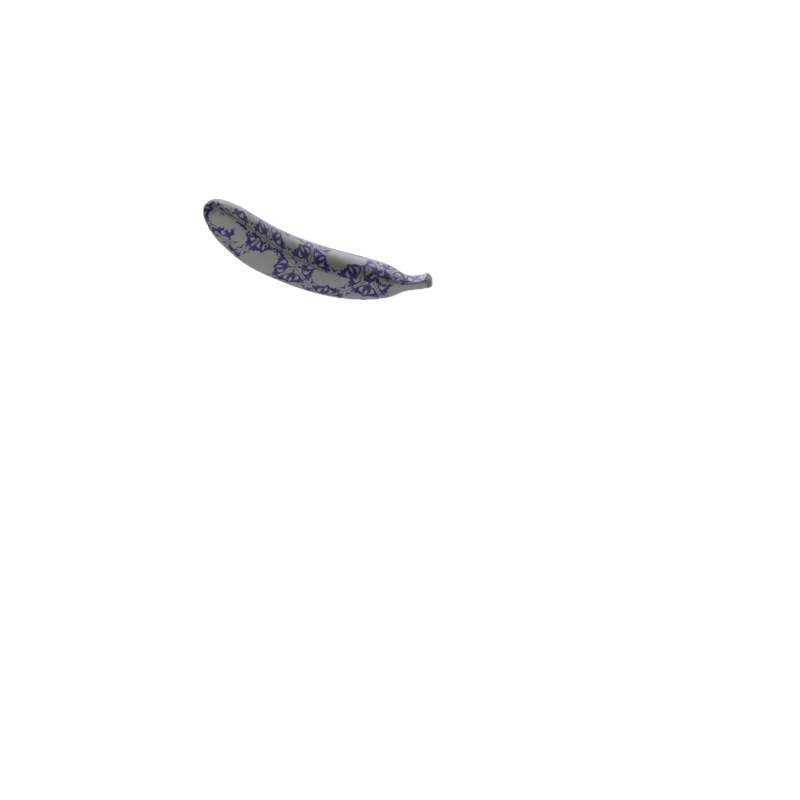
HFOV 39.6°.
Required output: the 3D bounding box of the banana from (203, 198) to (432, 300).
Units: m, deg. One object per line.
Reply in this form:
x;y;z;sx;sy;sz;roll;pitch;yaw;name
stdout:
-0.074;-0.114;0.865;0.189;0.039;0.068;14;-31;-26;banana
